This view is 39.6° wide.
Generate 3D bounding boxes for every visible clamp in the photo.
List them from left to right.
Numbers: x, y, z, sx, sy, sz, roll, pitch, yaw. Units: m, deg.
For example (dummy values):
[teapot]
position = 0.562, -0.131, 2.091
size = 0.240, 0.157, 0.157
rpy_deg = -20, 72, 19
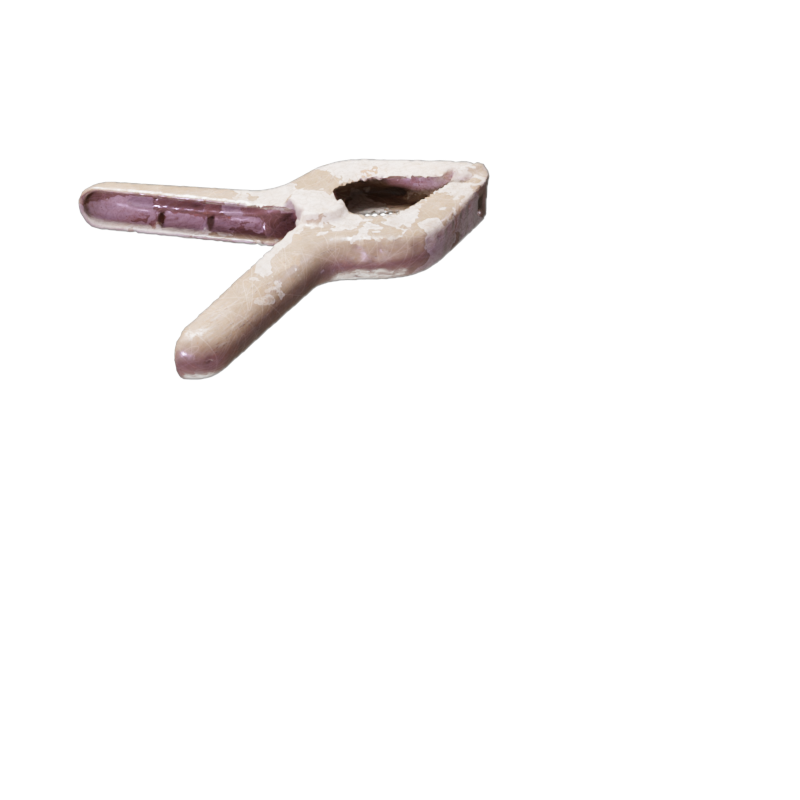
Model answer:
[clamp]
position = -0.043, -0.079, 0.550
size = 0.207, 0.034, 0.178
rpy_deg = -12, 39, -16
